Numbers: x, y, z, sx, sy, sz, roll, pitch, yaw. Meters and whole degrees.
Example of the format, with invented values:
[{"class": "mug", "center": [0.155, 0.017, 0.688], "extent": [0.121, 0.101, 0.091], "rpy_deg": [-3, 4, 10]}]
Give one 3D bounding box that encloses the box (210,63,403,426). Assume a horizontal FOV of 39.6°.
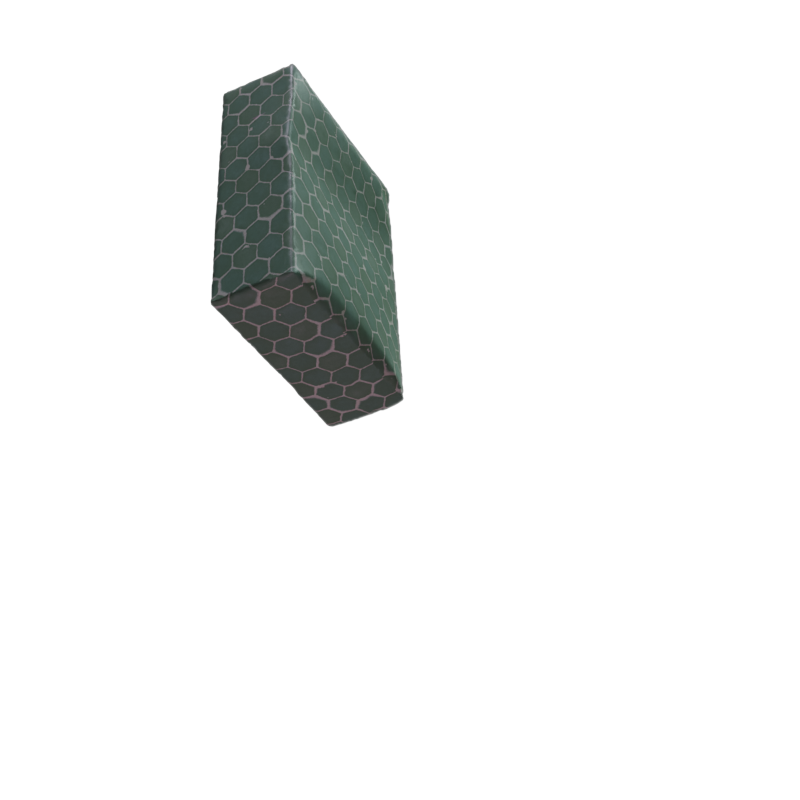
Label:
[{"class": "box", "center": [-0.064, -0.116, 0.812], "extent": [0.072, 0.229, 0.152], "rpy_deg": [-21, -43, 20]}]
